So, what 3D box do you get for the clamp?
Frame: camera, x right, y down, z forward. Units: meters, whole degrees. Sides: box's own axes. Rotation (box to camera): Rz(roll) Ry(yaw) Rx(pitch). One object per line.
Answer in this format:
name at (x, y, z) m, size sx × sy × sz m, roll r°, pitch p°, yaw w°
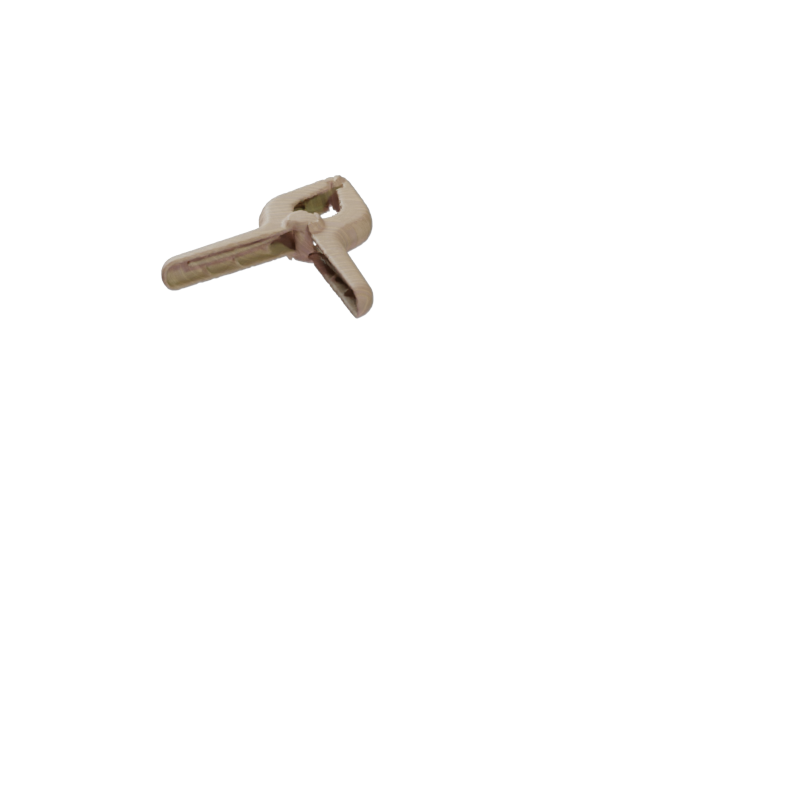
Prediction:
clamp at (-0.069, -0.127, 0.887) m, size 0.170 × 0.034 × 0.215 m, roll 13°, pitch 34°, yaw 19°
